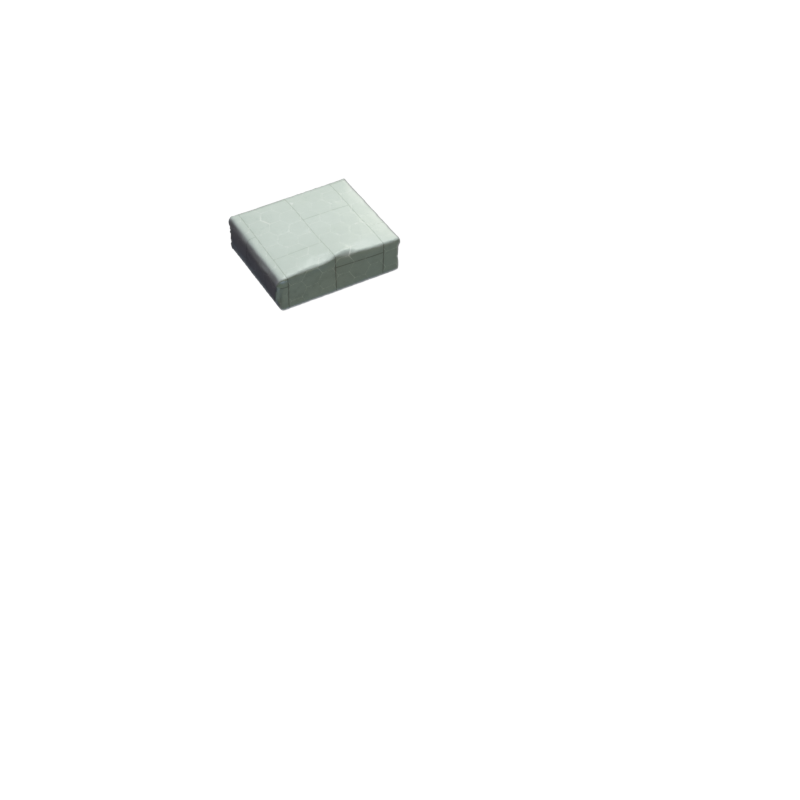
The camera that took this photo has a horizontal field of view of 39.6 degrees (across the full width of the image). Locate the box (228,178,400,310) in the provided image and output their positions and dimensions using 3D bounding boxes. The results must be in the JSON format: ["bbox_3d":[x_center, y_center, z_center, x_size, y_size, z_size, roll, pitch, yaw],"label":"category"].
[{"bbox_3d":[-0.056,-0.102,0.718,0.088,0.028,0.079,-22,48,-21],"label":"box"}]
